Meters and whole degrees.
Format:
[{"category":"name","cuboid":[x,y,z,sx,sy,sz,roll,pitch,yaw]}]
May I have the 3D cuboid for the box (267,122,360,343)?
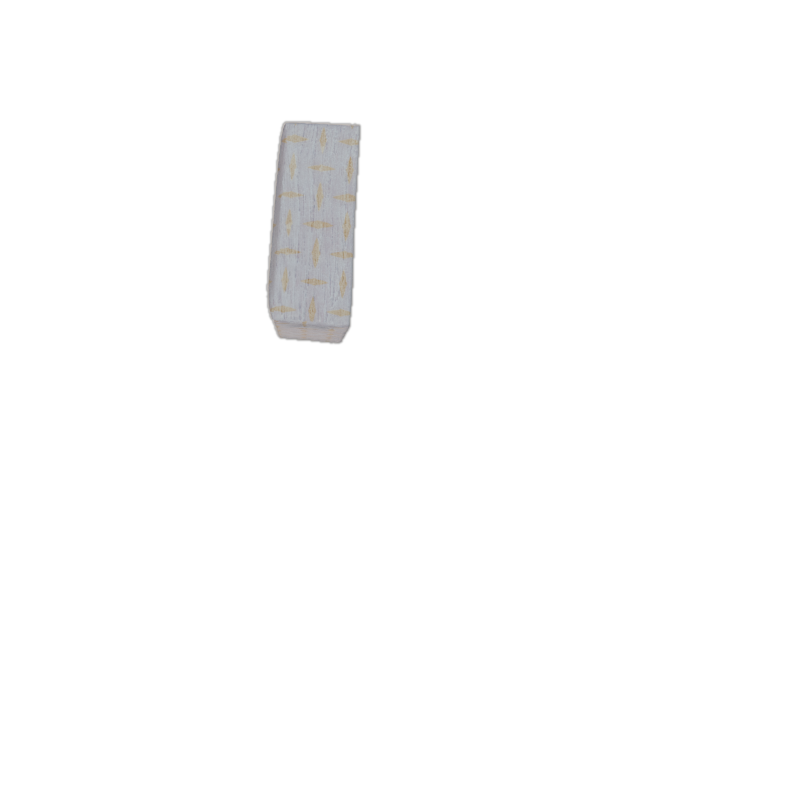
[{"category":"box","cuboid":[-0.076,-0.139,0.976,0.072,0.167,0.211,3,-4,-4]}]
